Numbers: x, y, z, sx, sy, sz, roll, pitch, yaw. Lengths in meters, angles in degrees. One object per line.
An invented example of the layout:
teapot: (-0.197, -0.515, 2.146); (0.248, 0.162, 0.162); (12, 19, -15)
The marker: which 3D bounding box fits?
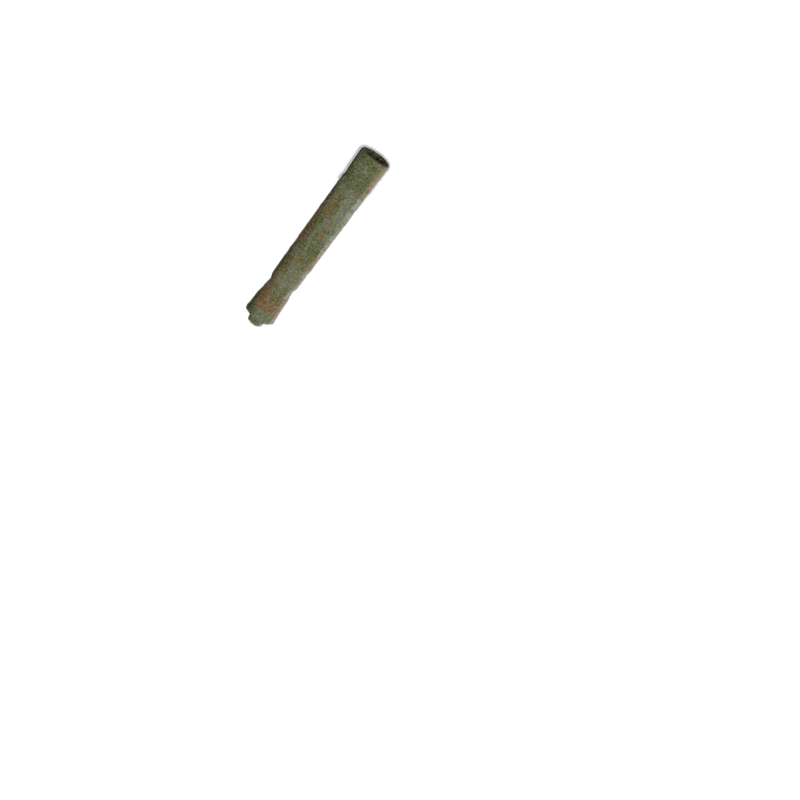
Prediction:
marker: (-0.048, -0.088, 0.614); (0.019, 0.118, 0.021); (32, 21, -18)
